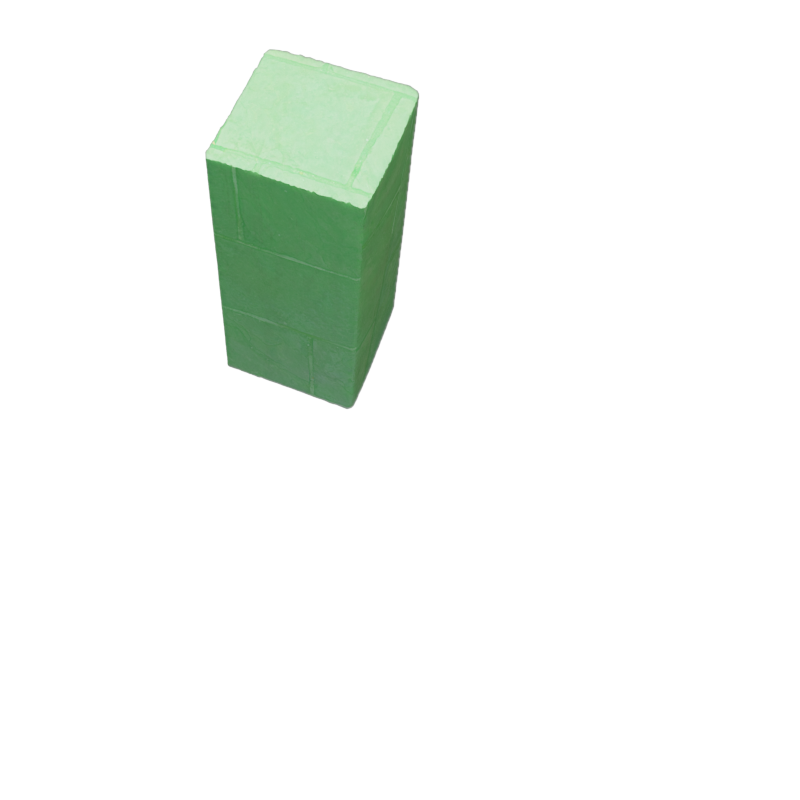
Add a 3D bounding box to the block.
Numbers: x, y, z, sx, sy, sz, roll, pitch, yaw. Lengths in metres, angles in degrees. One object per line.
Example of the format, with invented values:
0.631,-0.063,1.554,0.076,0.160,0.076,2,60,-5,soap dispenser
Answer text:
-0.051,-0.094,0.657,0.093,0.094,0.193,19,-31,8,block
